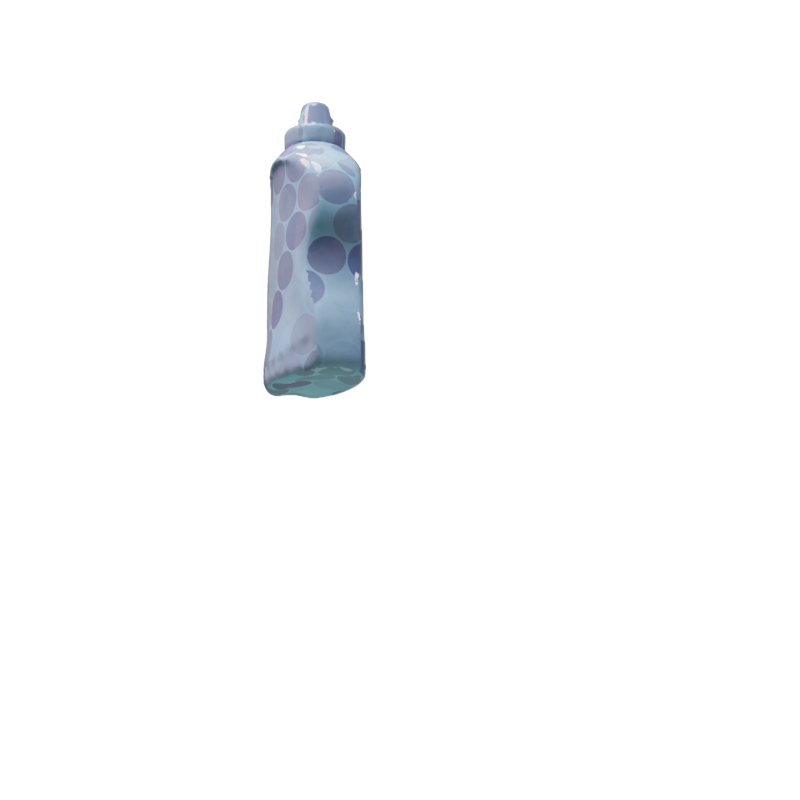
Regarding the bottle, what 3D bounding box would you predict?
[{"bbox_3d":[-0.056,-0.103,0.719,0.057,0.200,0.095,5,-17,-20],"label":"bottle"}]
